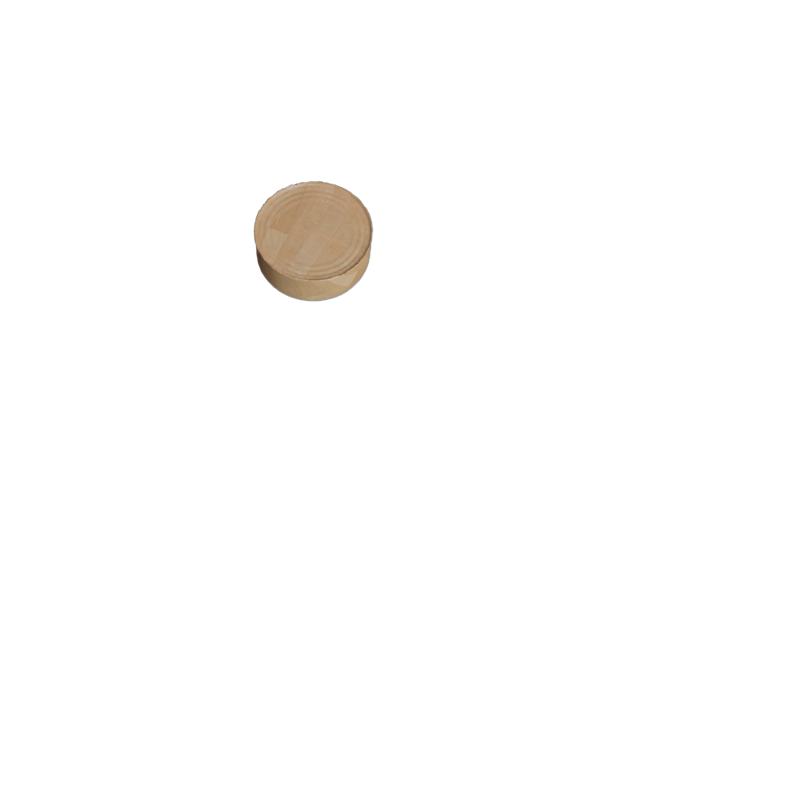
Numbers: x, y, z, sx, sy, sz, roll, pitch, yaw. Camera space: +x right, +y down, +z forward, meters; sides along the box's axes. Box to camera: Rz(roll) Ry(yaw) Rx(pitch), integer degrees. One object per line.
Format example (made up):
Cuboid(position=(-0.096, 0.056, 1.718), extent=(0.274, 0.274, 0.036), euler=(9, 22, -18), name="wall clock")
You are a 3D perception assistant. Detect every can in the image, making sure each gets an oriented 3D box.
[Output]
Cuboid(position=(-0.063, -0.115, 0.807), extent=(0.086, 0.091, 0.031), euler=(-1, -30, -1), name="can")
